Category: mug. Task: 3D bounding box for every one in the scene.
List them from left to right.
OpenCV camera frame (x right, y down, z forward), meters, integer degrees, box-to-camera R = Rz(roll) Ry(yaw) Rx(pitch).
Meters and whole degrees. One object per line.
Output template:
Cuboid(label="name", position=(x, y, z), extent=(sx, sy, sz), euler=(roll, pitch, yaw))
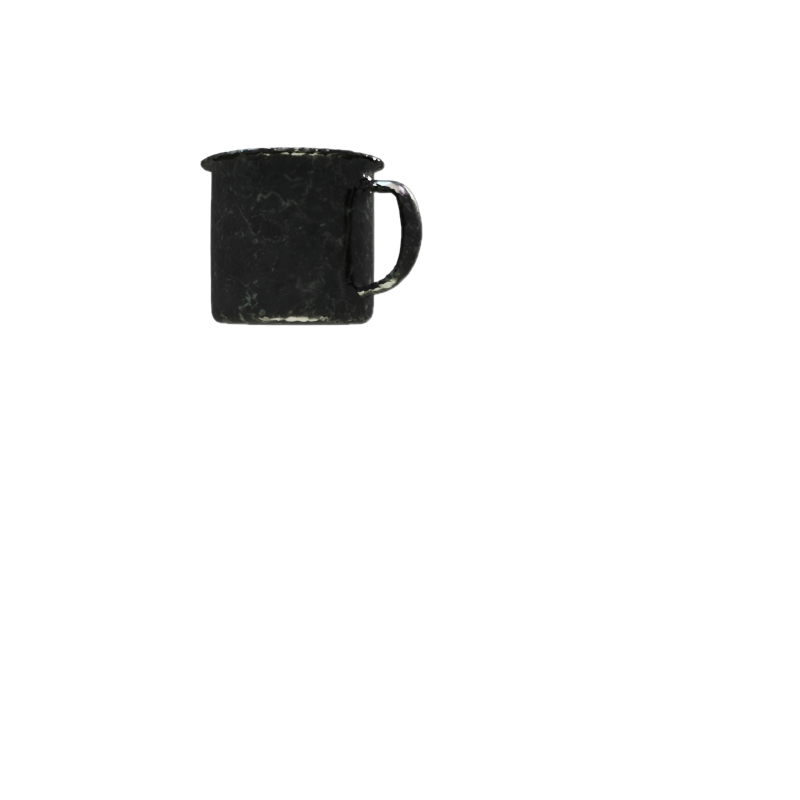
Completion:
Cuboid(label="mug", position=(-0.043, -0.078, 0.550), extent=(0.121, 0.082, 0.090), euler=(0, -1, 27))
